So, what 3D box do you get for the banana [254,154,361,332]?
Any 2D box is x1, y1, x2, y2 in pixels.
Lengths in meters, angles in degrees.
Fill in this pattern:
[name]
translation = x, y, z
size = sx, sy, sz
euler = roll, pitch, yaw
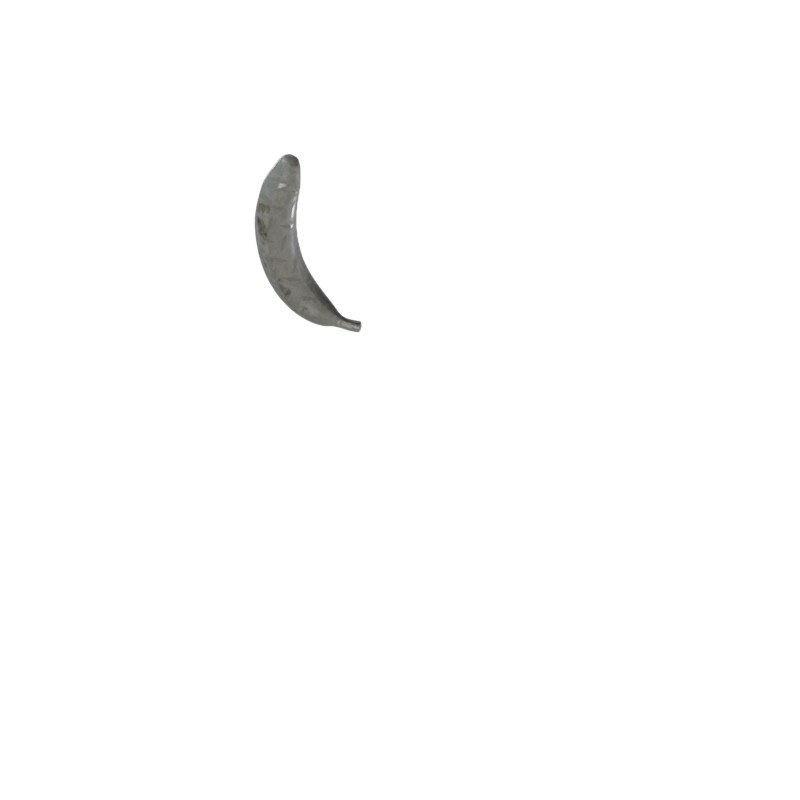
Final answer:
[banana]
translation = -0.095, -0.135, 1.003
size = 0.070, 0.183, 0.039
euler = -14, 37, 10
